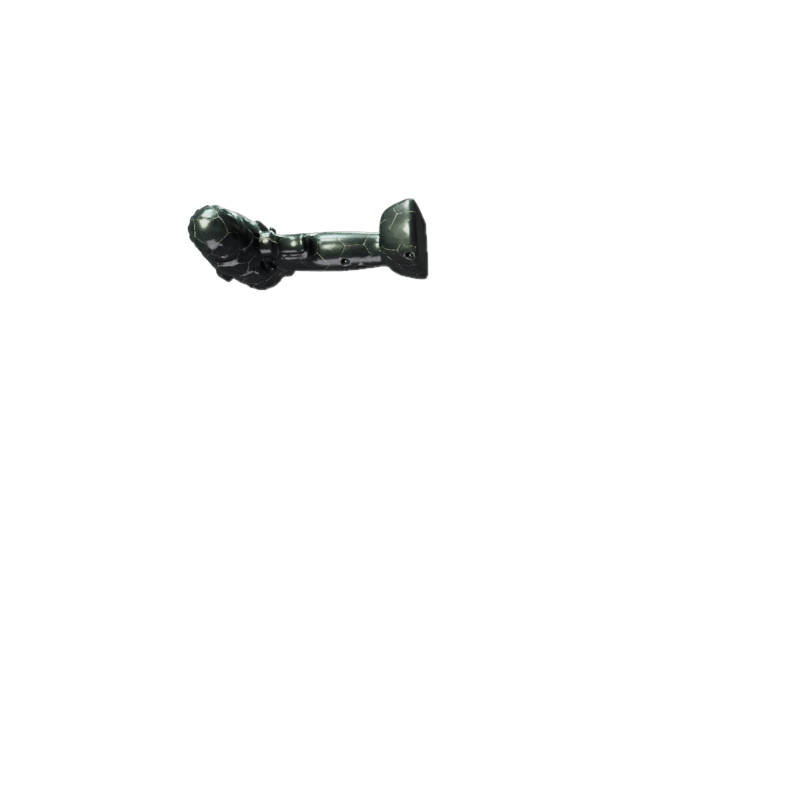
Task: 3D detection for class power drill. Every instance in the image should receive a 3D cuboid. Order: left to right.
[{"bbox_3d":[-0.075,-0.136,0.952,0.190,0.058,0.178,-1,-4,11],"label":"power drill"}]
